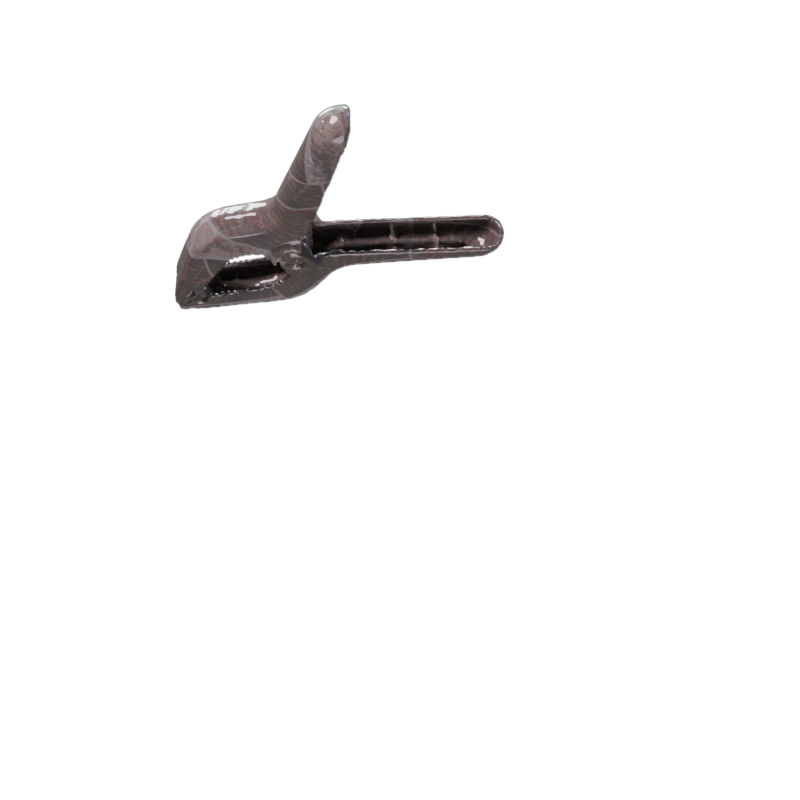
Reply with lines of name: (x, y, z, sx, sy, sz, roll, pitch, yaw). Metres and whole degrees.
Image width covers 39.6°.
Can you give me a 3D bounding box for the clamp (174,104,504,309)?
clamp: (-0.053, -0.097, 0.683, 0.211, 0.039, 0.154, -22, -33, 39)
